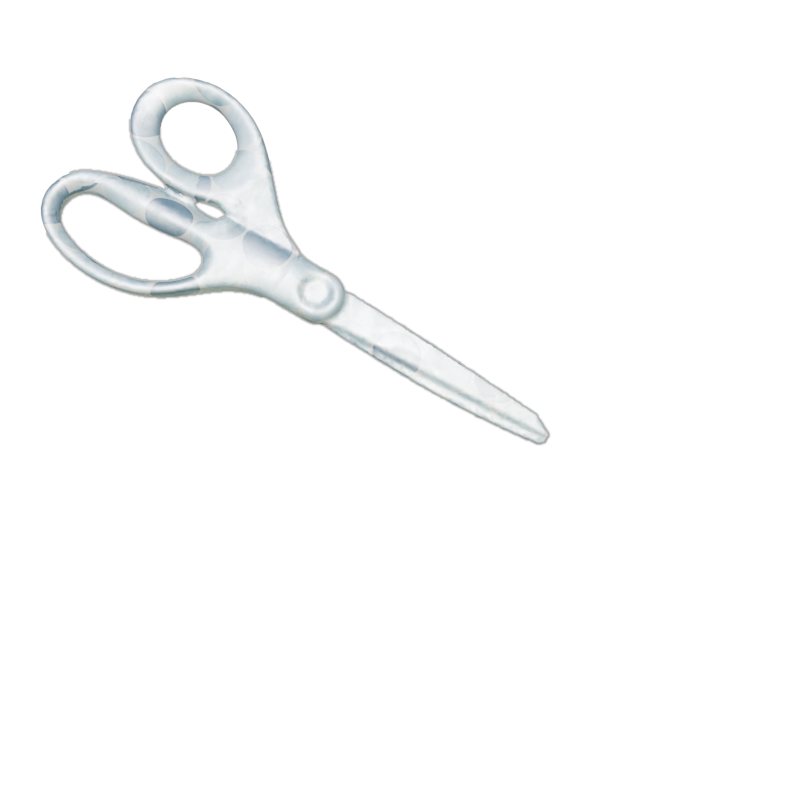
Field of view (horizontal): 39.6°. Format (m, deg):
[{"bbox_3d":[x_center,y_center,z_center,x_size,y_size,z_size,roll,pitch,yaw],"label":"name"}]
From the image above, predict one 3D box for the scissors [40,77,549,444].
[{"bbox_3d":[-0.032,-0.059,0.413,0.203,0.099,0.015,16,-14,4],"label":"scissors"}]
